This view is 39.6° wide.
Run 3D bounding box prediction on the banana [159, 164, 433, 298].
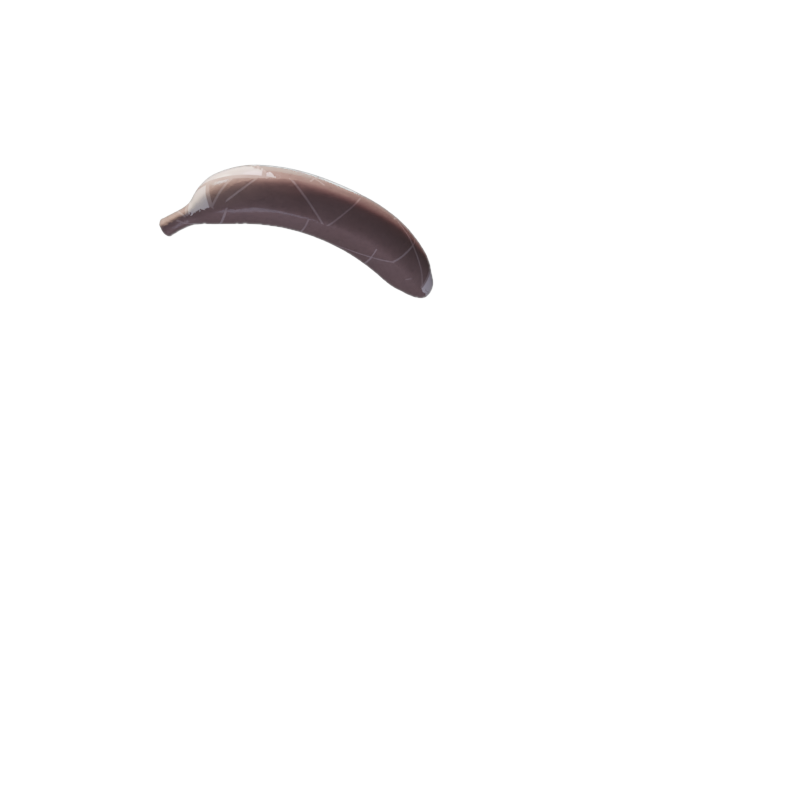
[{"bbox_3d":[-0.051,-0.113,0.717,0.190,0.039,0.068,14,-33,-23],"label":"banana"}]
